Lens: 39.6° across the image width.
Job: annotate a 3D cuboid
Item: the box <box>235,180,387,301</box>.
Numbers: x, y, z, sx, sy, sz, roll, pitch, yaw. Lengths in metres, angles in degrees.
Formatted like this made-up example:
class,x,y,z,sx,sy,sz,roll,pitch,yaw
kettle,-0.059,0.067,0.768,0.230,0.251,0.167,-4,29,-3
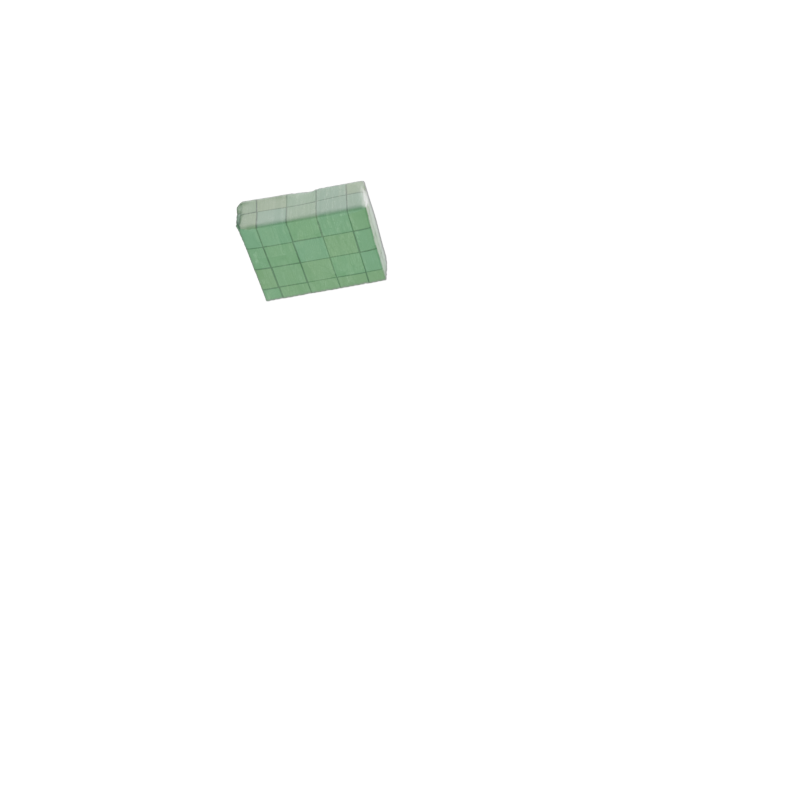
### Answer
class,x,y,z,sx,sy,sz,roll,pitch,yaw
box,-0.059,-0.107,0.752,0.090,0.032,0.067,-8,-41,9
